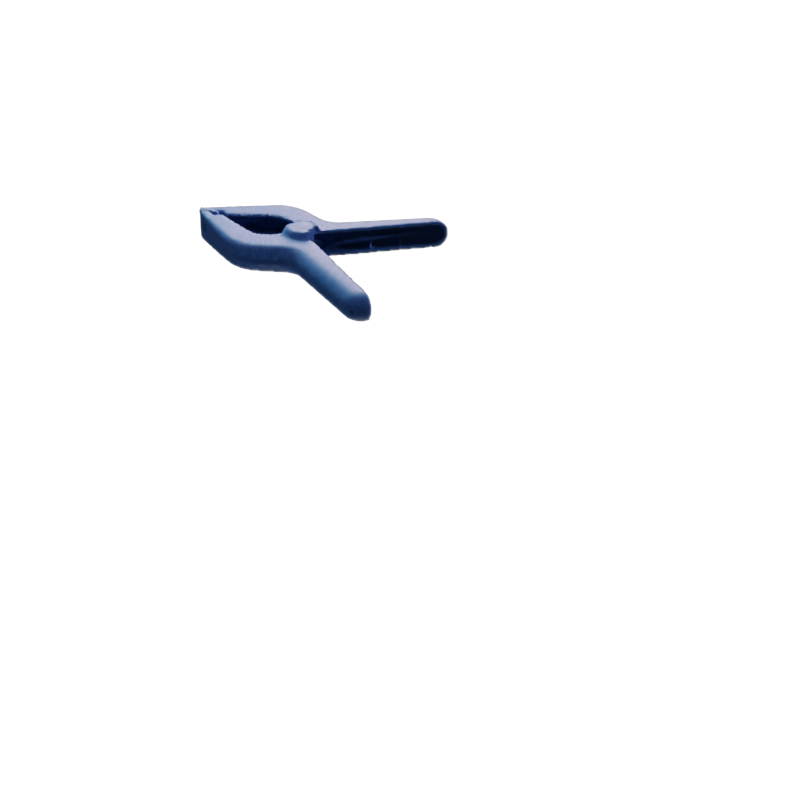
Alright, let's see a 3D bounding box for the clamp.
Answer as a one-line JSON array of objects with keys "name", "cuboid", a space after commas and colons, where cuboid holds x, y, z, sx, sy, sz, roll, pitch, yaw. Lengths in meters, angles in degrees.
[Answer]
[{"name": "clamp", "cuboid": [-0.074, -0.135, 0.942, 0.221, 0.034, 0.166, 19, 36, 28]}]
